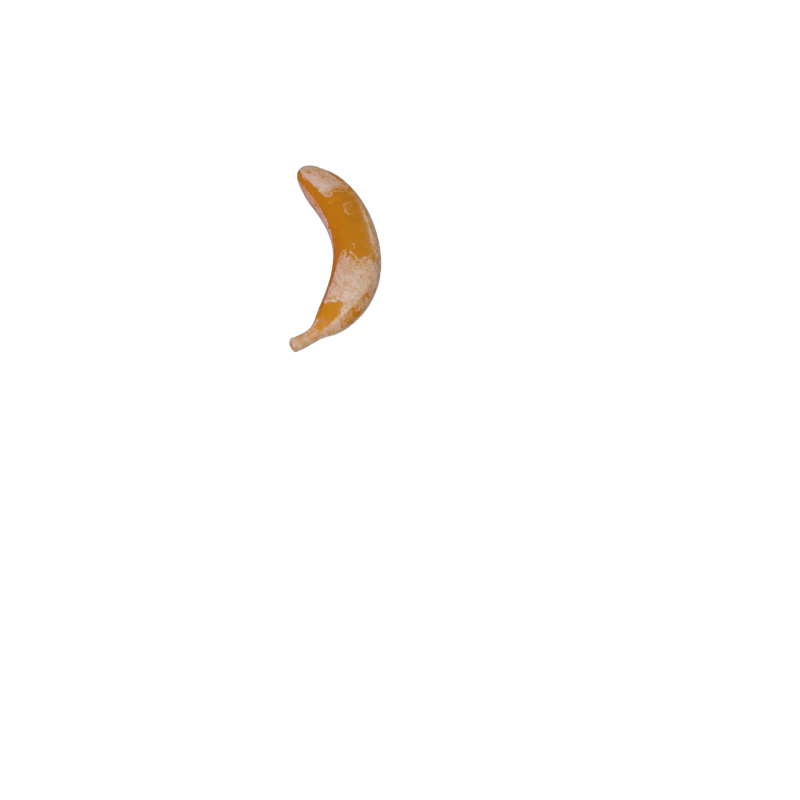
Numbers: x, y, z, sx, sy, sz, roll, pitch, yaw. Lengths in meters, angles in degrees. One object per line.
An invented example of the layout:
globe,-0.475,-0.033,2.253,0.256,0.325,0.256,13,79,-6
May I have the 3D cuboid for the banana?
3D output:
banana,-0.050,-0.122,0.874,0.069,0.212,0.034,0,-42,-1
